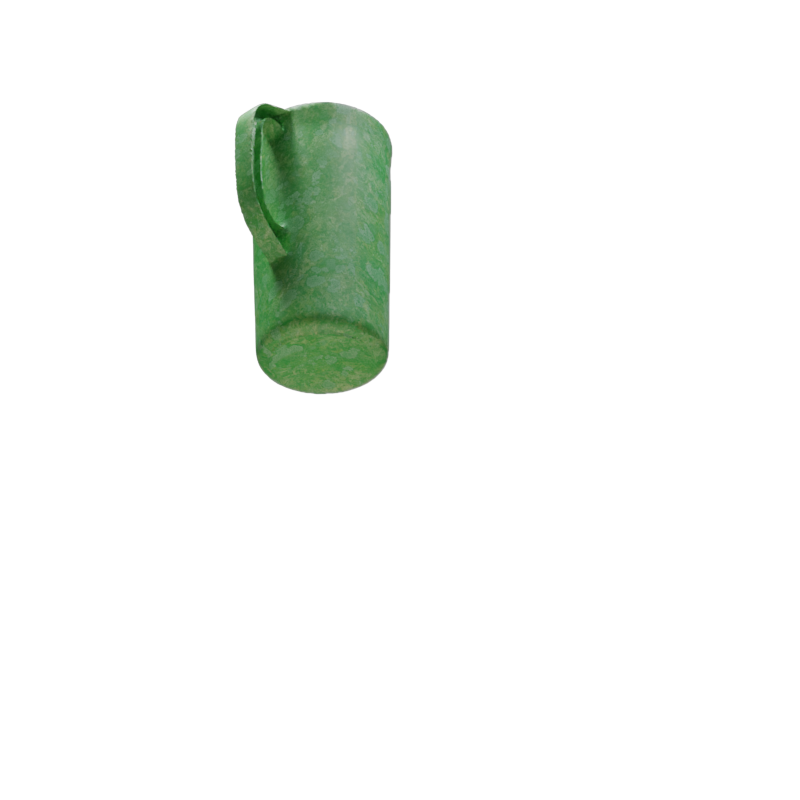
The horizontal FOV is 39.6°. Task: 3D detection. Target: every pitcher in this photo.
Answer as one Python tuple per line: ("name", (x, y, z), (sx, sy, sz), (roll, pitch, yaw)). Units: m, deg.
("pitcher", (-0.075, -0.137, 0.960), (0.148, 0.260, 0.137), (3, -37, -8))
